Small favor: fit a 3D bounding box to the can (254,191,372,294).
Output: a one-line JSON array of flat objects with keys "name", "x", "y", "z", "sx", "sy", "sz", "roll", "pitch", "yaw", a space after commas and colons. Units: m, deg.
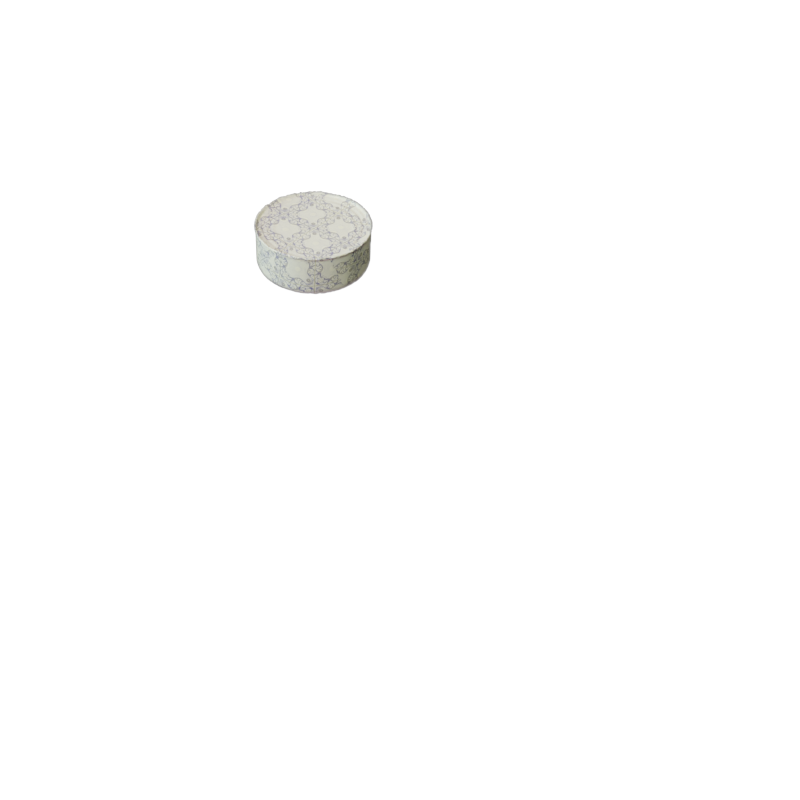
[{"name": "can", "x": -0.064, "y": -0.116, "z": 0.812, "sx": 0.086, "sy": 0.031, "sz": 0.092, "roll": -1, "pitch": 41, "yaw": -2}]
